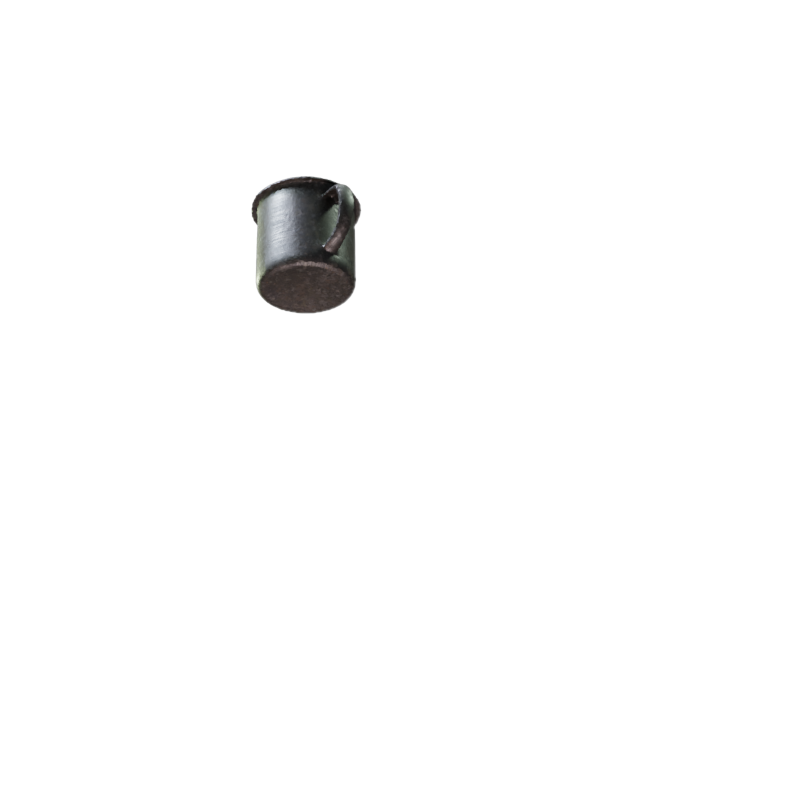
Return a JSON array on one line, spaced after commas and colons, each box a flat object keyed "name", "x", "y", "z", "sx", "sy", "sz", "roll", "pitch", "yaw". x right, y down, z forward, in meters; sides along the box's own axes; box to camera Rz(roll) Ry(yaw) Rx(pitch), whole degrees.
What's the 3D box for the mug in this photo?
[{"name": "mug", "x": -0.071, "y": -0.130, "z": 0.909, "sx": 0.089, "sy": 0.087, "sz": 0.115, "roll": 18, "pitch": -36, "yaw": -29}]
